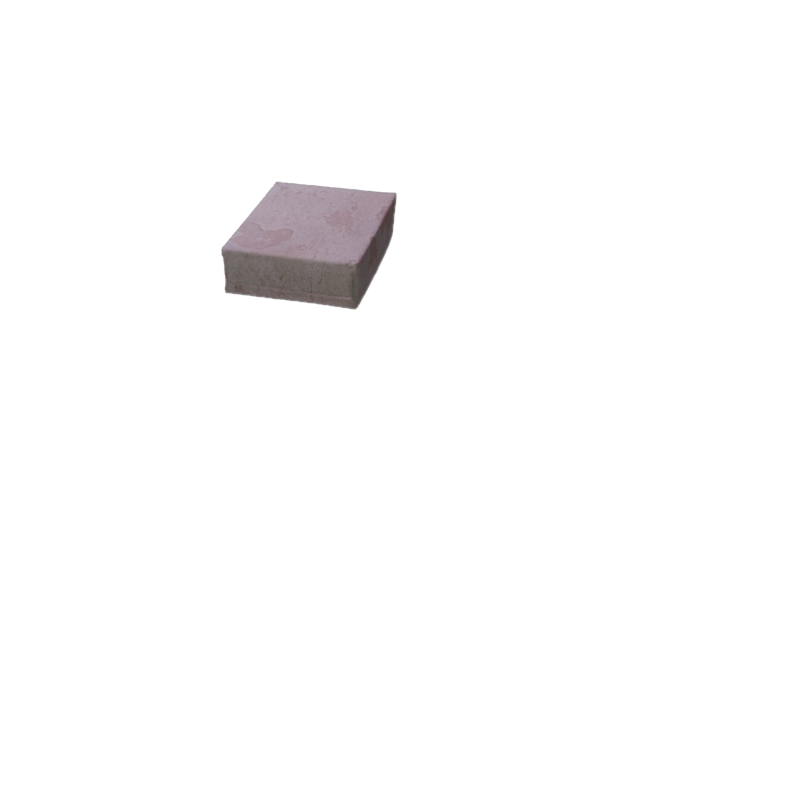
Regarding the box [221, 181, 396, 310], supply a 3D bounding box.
[{"bbox_3d":[-0.058,-0.105,0.738,0.092,0.037,0.118,7,31,12],"label":"box"}]
